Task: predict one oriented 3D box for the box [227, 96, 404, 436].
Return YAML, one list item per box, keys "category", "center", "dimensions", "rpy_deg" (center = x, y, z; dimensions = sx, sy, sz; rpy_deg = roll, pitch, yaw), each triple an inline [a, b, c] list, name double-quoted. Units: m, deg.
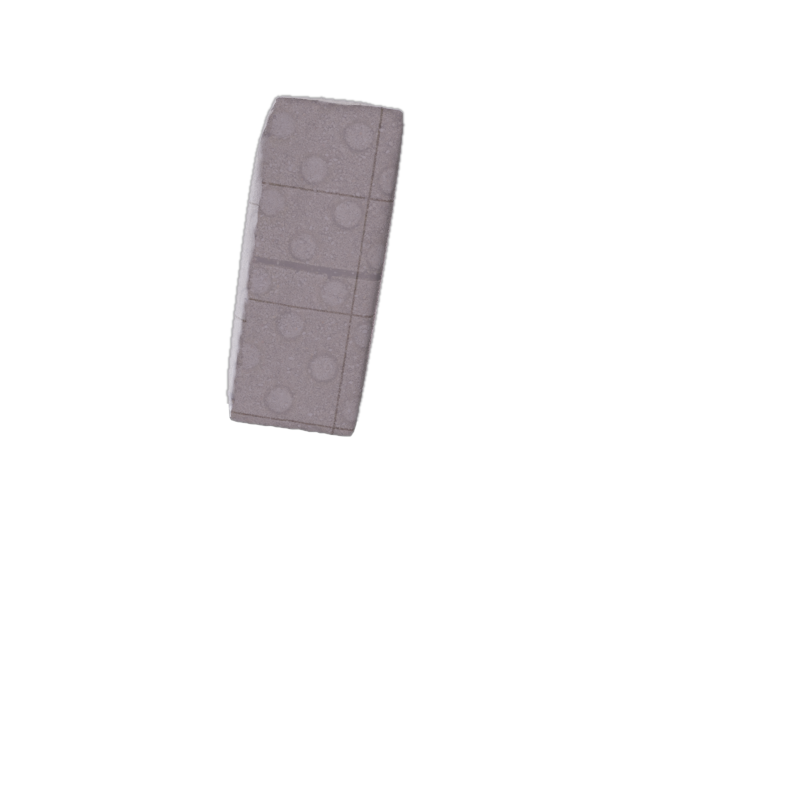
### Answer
- category: "box"
  center: [-0.050, -0.091, 0.637]
  dimensions: [0.071, 0.161, 0.220]
  rpy_deg: [8, 12, -6]
